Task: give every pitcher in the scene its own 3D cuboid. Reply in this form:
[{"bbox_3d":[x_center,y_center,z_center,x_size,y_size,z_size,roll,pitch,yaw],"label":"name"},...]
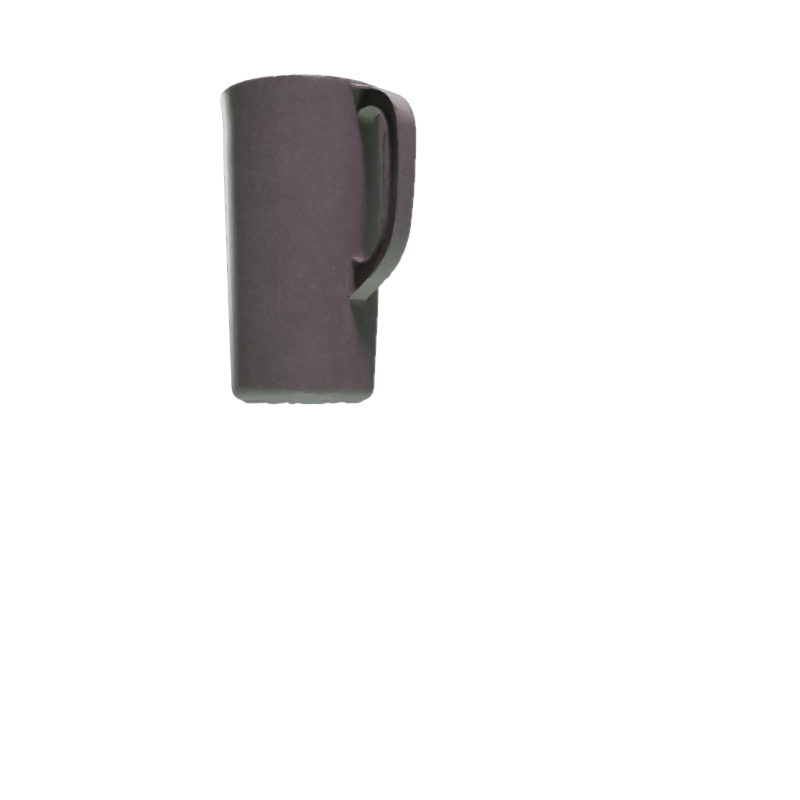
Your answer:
[{"bbox_3d":[-0.066,-0.121,0.844,0.144,0.248,0.147,0,-7,-4],"label":"pitcher"}]
